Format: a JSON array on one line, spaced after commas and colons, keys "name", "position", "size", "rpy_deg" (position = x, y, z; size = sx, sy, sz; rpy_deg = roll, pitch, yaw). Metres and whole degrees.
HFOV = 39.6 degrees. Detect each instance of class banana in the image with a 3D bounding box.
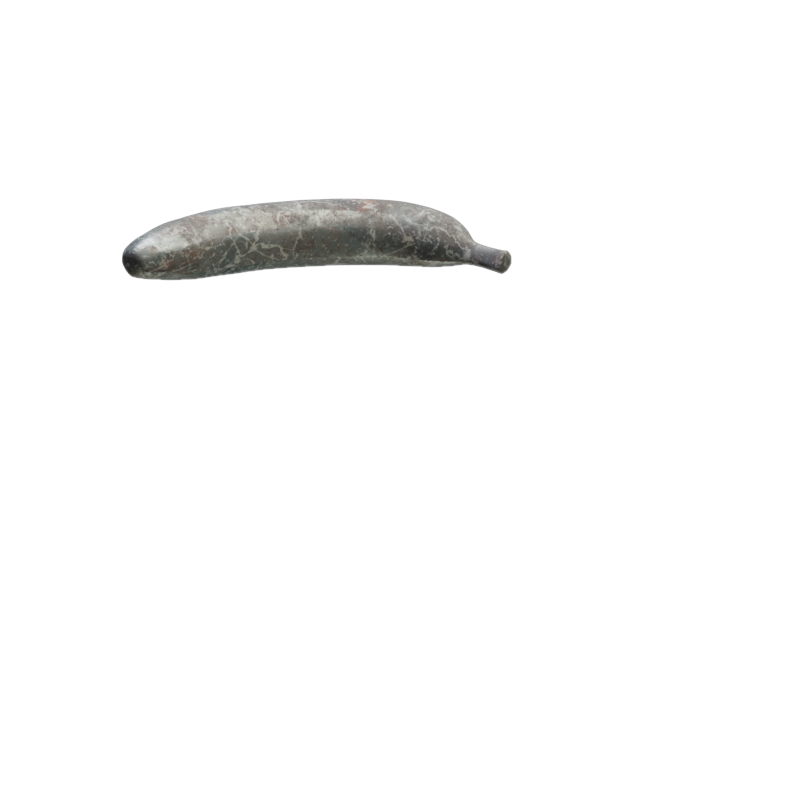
[{"name": "banana", "position": [-0.046, -0.084, 0.570], "size": [0.194, 0.036, 0.073], "rpy_deg": [-4, 14, -16]}]
